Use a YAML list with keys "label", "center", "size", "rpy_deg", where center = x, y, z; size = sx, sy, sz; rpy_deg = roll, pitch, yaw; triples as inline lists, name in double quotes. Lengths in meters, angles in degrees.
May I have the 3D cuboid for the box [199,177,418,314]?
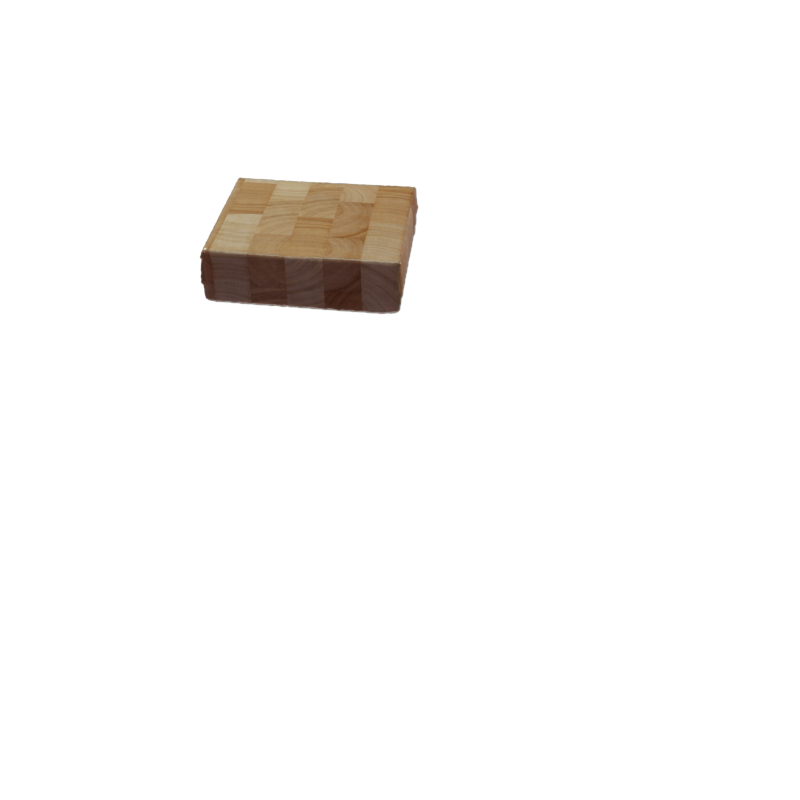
- label: "box"
  center: [-0.050, -0.091, 0.640]
  size: [0.115, 0.036, 0.095]
  rpy_deg: [5, 37, 7]
